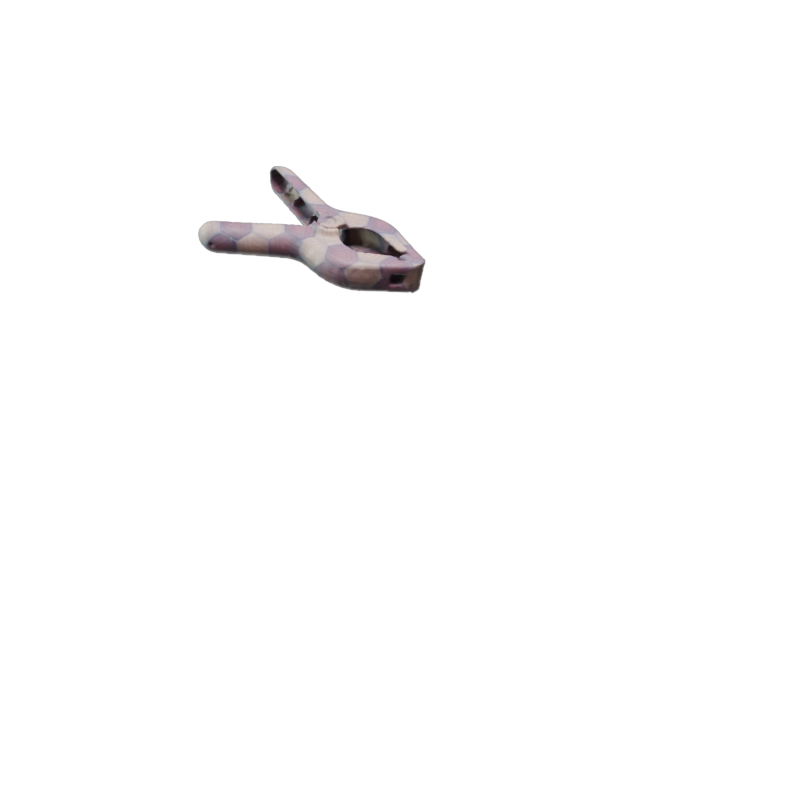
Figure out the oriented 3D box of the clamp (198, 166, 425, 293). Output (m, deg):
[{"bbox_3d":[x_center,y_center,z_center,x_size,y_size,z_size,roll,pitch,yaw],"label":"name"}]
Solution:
[{"bbox_3d":[-0.067,-0.122,0.857,0.181,0.036,0.122,28,50,26],"label":"clamp"}]
